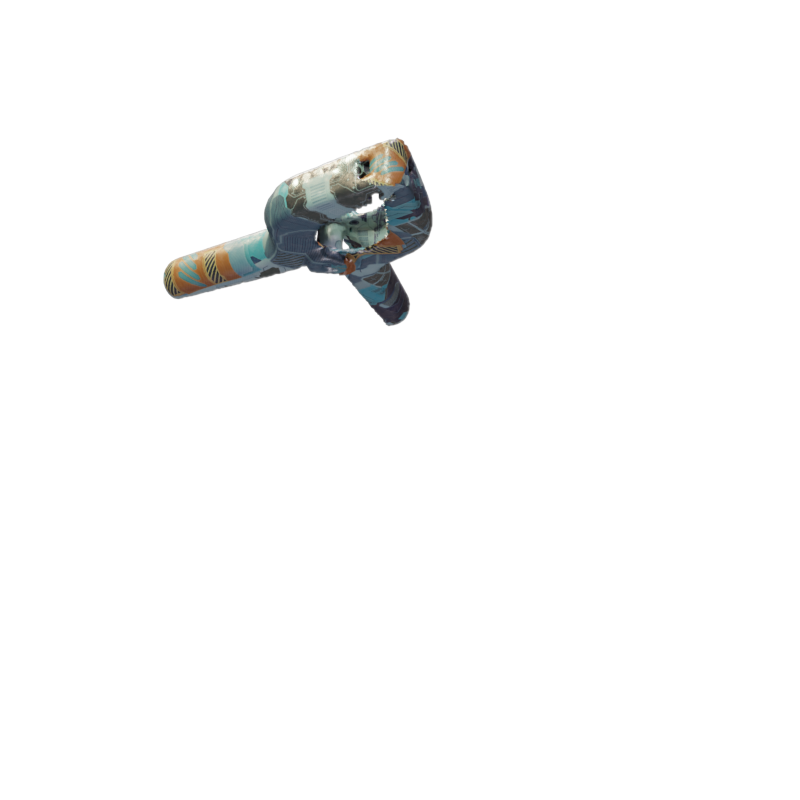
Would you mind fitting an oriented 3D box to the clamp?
[{"bbox_3d":[-0.051,-0.092,0.648,0.162,0.038,0.204,4,-18,-13],"label":"clamp"}]
